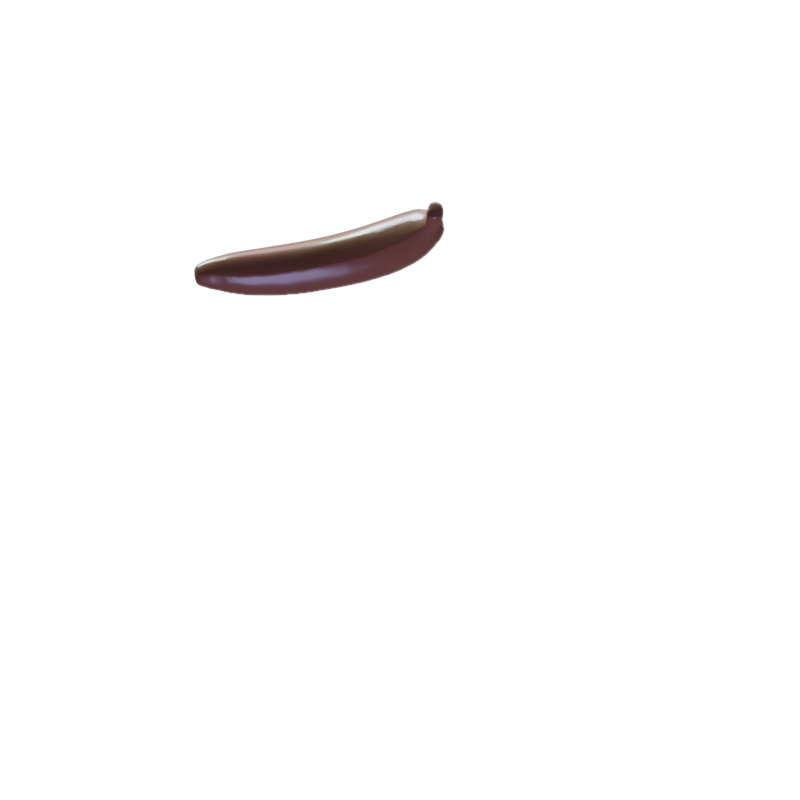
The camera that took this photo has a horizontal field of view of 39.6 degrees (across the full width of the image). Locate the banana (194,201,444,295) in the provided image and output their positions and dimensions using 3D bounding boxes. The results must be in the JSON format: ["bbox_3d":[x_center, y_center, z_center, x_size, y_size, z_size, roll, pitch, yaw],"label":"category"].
[{"bbox_3d":[-0.048,-0.104,0.776,0.201,0.039,0.065,-12,-27,26],"label":"banana"}]
